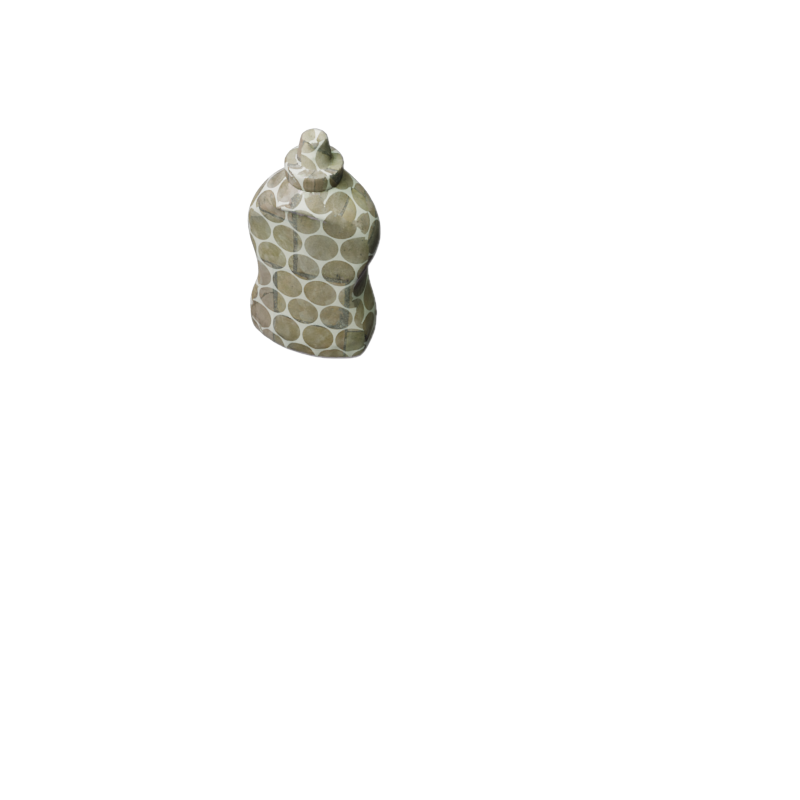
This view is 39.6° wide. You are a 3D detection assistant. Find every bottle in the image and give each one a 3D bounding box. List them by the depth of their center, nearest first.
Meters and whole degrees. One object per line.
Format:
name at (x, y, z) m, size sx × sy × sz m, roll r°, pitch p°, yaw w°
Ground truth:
bottle at (-0.063, -0.116, 0.807) m, size 0.099 × 0.179 × 0.061 m, roll 18°, pitch 48°, yaw 14°
